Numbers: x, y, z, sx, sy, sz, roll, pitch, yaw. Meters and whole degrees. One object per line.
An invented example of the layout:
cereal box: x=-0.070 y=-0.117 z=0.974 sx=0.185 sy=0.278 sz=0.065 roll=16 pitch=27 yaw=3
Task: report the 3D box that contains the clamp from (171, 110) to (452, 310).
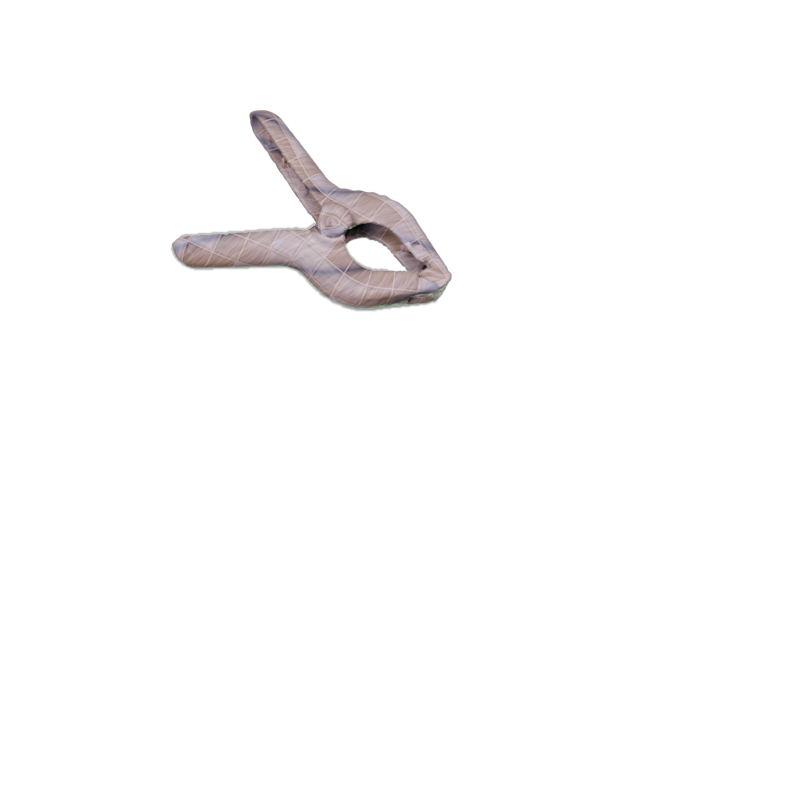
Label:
clamp: x=-0.055 y=-0.100 z=0.701 sx=0.176 sy=0.122 sz=0.037 roll=33 pitch=-16 yaw=11
